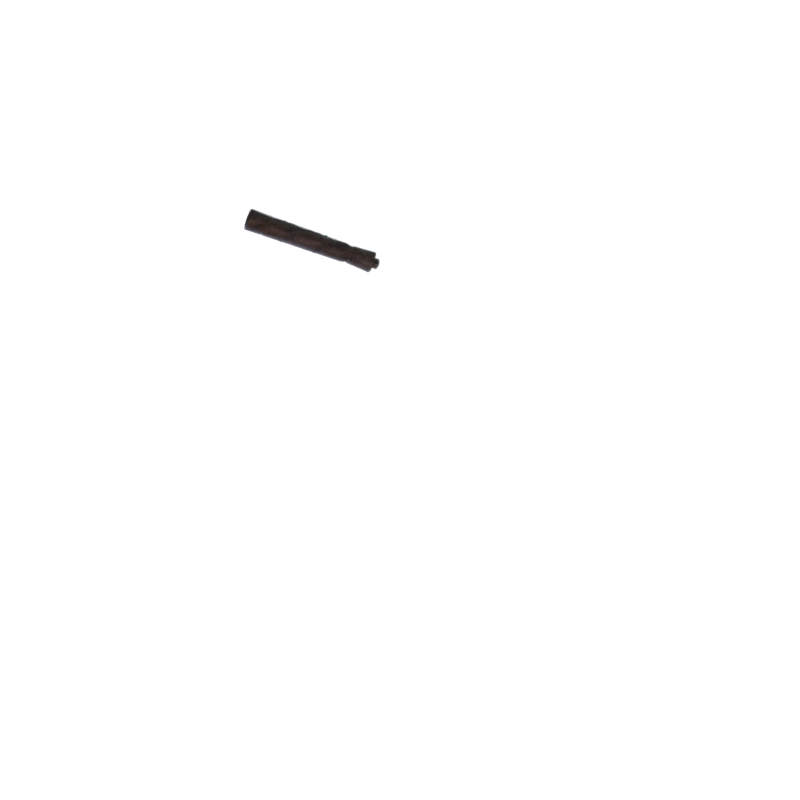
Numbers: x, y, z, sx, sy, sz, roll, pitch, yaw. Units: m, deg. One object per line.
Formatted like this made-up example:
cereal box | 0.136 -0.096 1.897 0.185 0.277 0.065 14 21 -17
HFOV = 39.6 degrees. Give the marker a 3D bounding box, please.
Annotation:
marker | -0.075 -0.136 0.956 0.119 0.020 0.020 18 0 -9
